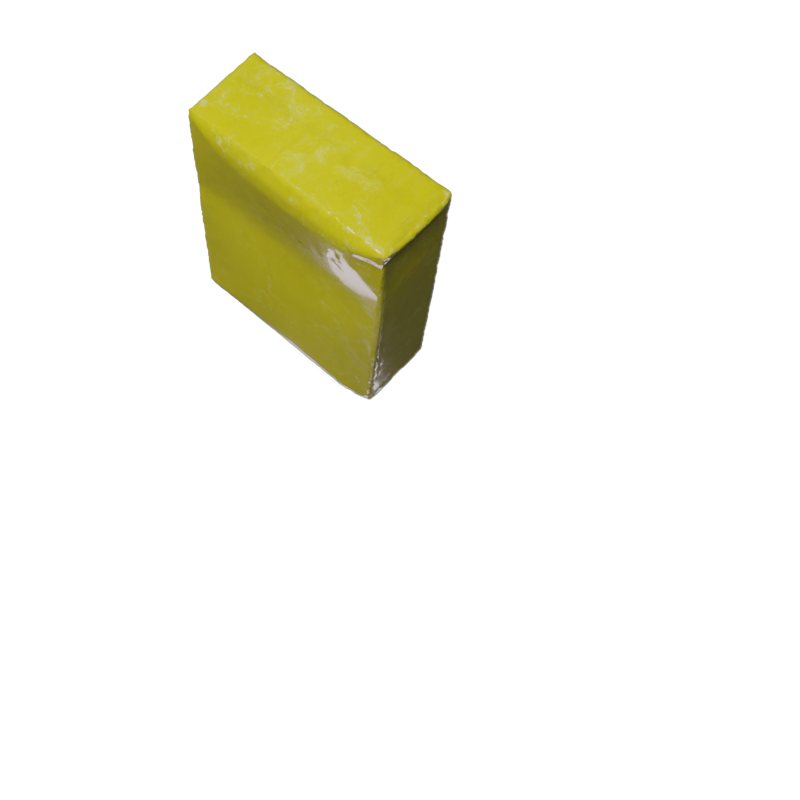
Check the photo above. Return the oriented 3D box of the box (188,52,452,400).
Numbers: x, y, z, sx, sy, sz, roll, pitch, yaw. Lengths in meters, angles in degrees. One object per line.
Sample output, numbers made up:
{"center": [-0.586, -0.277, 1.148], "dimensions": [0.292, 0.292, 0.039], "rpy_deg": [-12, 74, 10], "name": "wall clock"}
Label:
{"center": [-0.059, -0.108, 0.755], "dimensions": [0.171, 0.073, 0.202], "rpy_deg": [39, -21, 15], "name": "box"}
